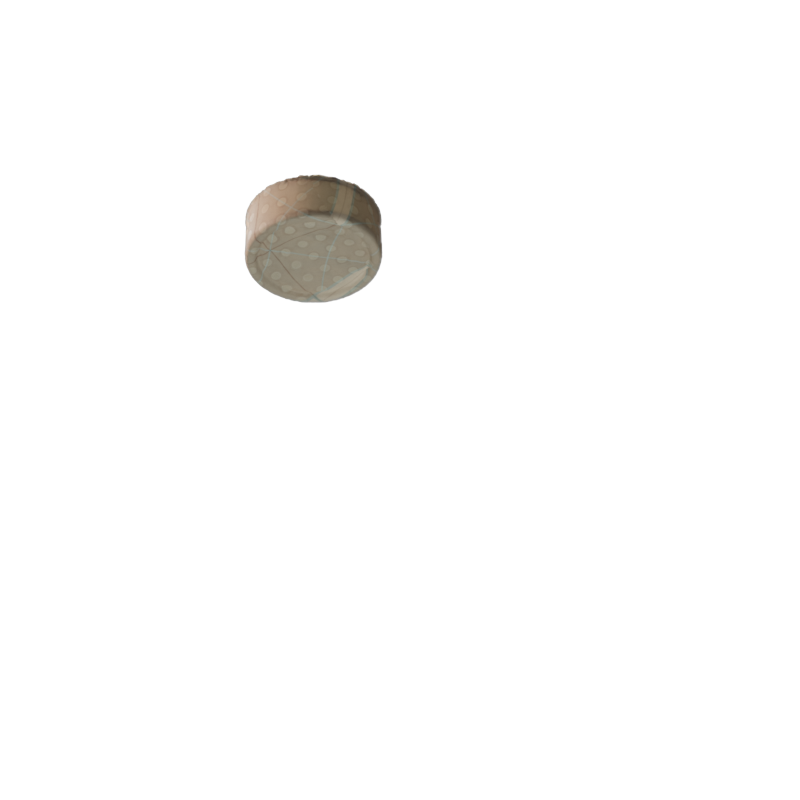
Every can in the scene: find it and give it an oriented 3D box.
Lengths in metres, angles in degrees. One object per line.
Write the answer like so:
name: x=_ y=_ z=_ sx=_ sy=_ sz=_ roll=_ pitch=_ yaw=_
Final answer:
can: x=-0.054 y=-0.098 z=0.687 sx=0.086 sy=0.036 sz=0.080 roll=1 pitch=-36 yaw=-2
